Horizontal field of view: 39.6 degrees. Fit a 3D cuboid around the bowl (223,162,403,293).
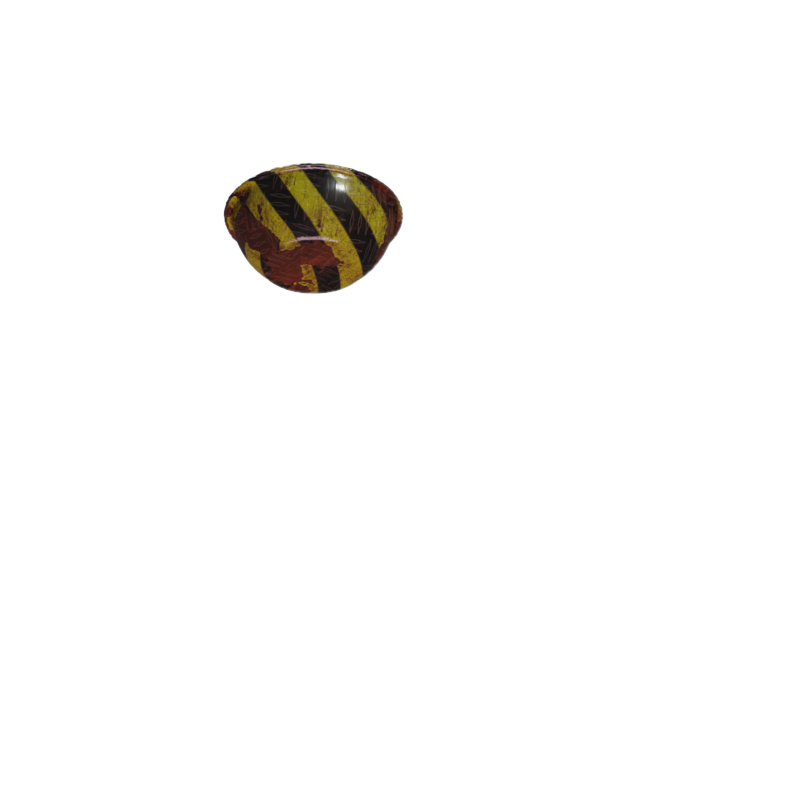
[{"bbox_3d":[-0.077,-0.140,0.983,0.162,0.059,0.152,1,-28,-2],"label":"bowl"}]
